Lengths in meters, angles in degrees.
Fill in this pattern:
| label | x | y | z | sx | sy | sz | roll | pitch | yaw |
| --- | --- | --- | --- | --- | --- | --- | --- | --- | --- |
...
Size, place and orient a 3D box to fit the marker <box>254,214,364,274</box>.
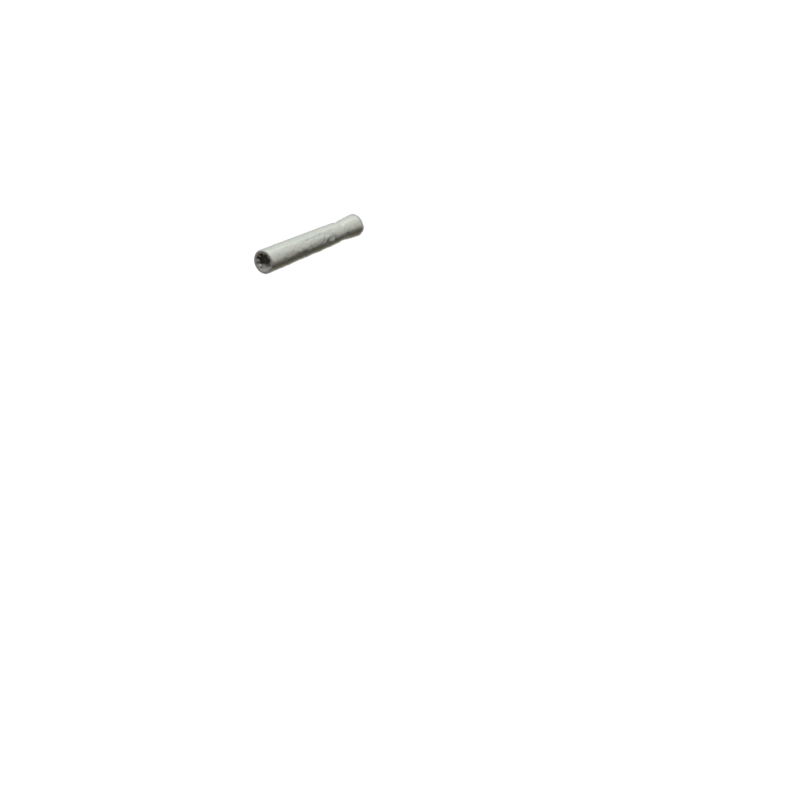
| label | x | y | z | sx | sy | sz | roll | pitch | yaw |
| --- | --- | --- | --- | --- | --- | --- | --- | --- | --- |
| marker | -0.068 | -0.123 | 0.864 | 0.020 | 0.019 | 0.121 | 3 | 22 | 36 |
